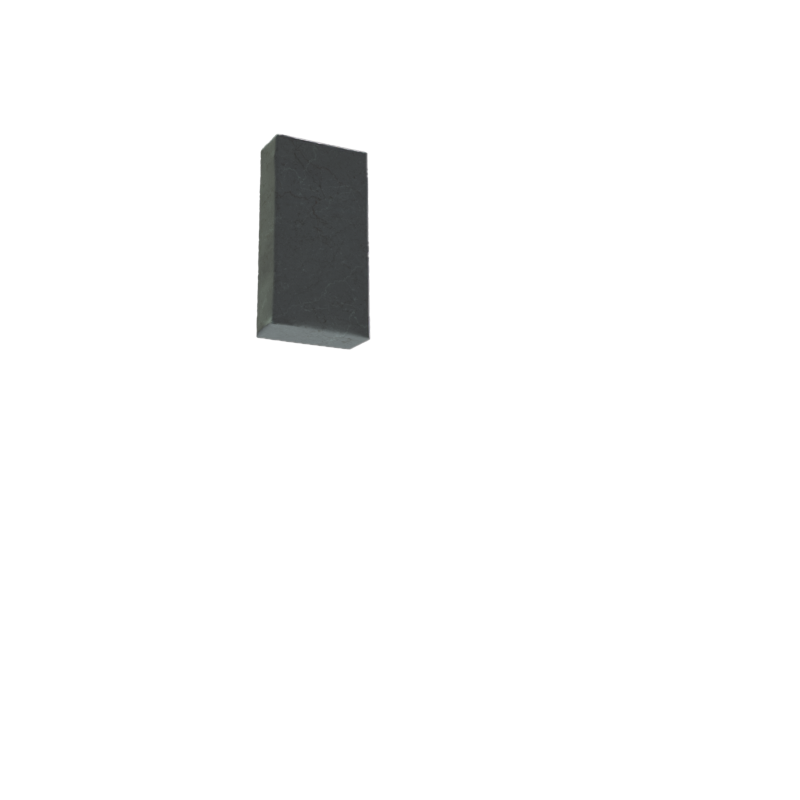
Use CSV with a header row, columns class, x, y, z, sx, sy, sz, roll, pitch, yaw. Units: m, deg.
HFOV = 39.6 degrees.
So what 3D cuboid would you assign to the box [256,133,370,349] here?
class,x,y,z,sx,sy,sz,roll,pitch,yaw
box,-0.076,-0.138,0.968,0.090,0.185,0.047,8,-23,-25
